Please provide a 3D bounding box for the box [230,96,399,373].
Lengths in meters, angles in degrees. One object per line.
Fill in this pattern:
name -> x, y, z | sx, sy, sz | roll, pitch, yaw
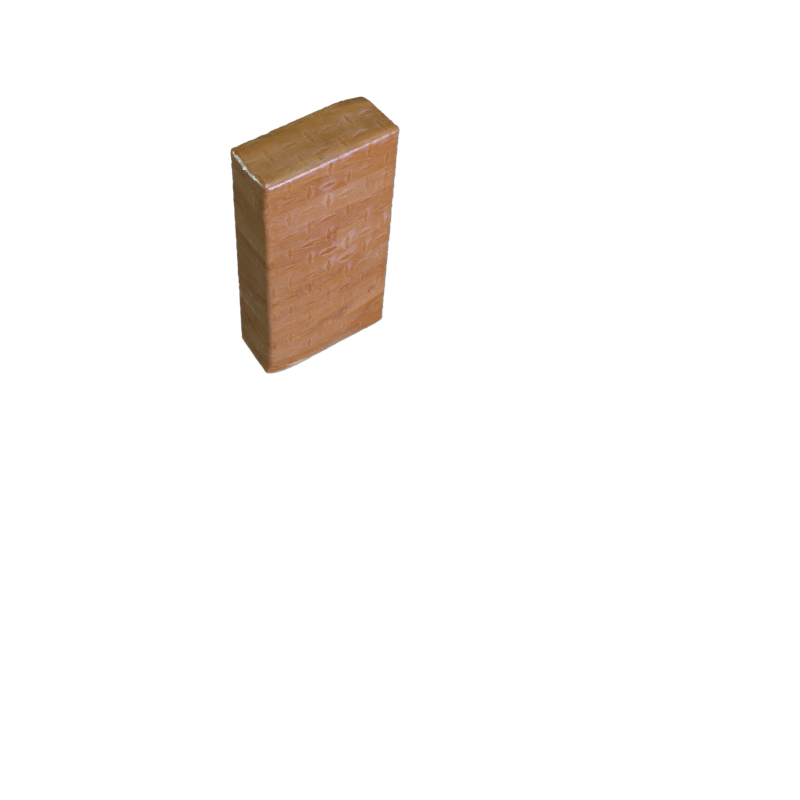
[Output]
box -> -0.054, -0.098, 0.684 | 0.093, 0.052, 0.164 | -28, -33, -24
